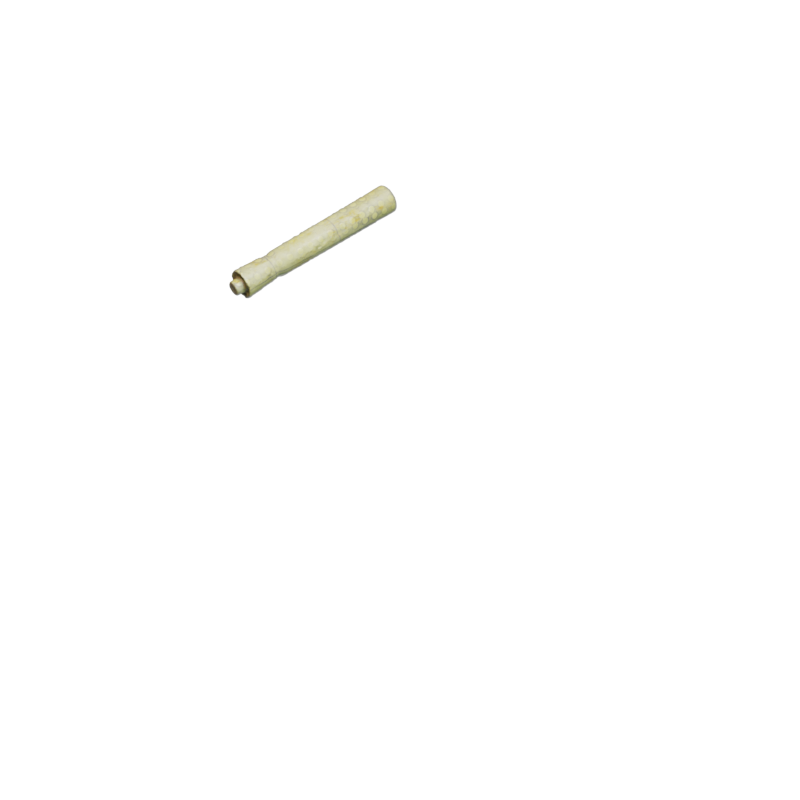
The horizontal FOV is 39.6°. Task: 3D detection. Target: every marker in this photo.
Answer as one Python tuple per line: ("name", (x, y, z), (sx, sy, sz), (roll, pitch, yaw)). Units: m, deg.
("marker", (-0.053, -0.097, 0.678), (0.121, 0.019, 0.020), (-34, 20, -25))
